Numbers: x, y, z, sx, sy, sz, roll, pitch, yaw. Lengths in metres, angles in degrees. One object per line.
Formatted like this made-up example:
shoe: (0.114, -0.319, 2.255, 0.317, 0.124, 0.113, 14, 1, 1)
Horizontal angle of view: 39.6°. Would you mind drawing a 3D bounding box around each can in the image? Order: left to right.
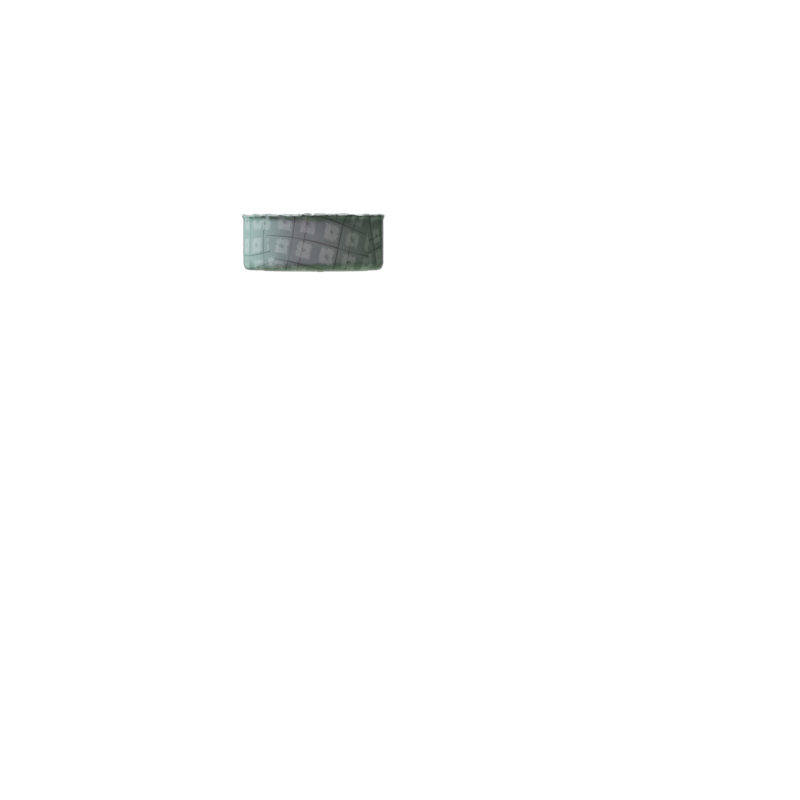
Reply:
can: (-0.052, -0.095, 0.666, 0.086, 0.033, 0.087, 0, 8, -2)
